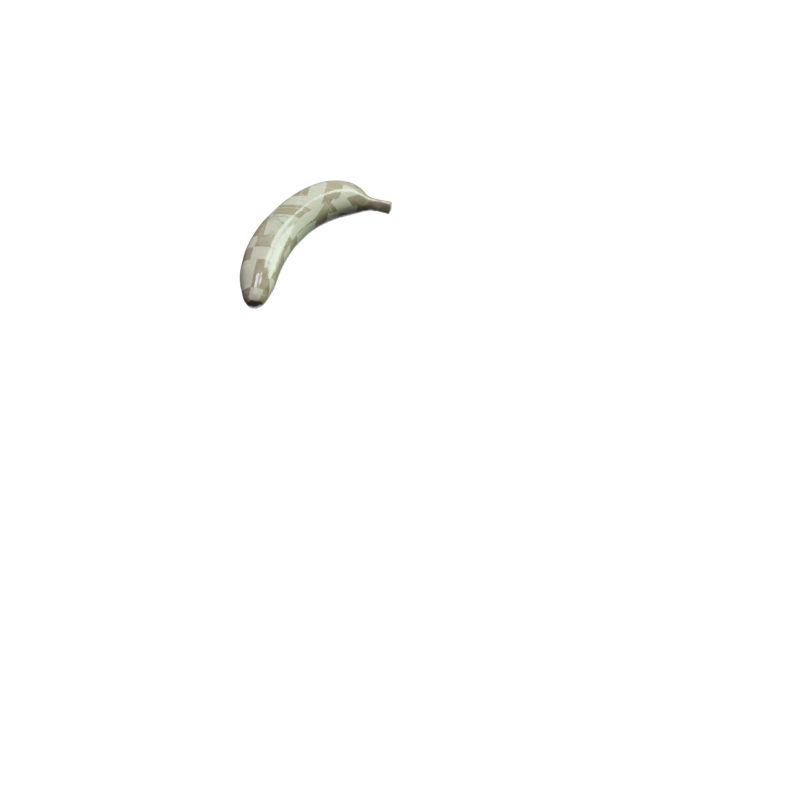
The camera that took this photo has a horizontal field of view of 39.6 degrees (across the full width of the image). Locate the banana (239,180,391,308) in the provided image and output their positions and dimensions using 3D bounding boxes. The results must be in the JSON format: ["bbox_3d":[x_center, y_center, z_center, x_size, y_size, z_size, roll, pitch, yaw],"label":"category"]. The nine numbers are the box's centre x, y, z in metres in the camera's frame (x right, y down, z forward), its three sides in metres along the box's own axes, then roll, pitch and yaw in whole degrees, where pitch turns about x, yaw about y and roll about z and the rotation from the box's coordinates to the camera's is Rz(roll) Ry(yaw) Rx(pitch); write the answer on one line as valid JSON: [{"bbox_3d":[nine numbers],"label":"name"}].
[{"bbox_3d":[-0.090,-0.153,1.006,0.073,0.034,0.201,27,50,25],"label":"banana"}]
